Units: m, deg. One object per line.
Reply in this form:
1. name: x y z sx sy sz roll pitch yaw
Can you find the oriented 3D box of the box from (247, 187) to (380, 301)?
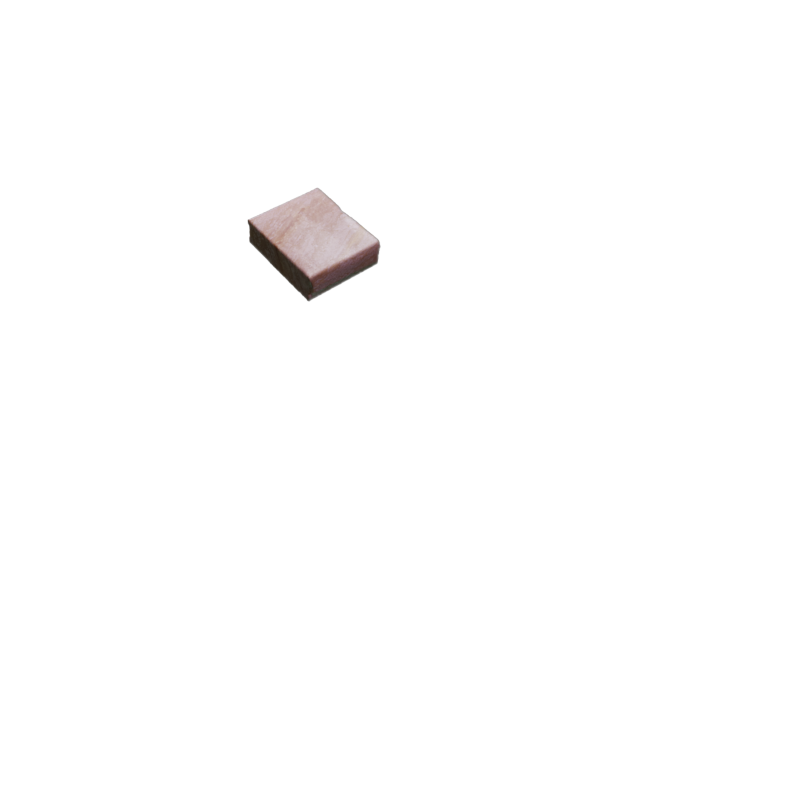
1. box: -0.072 -0.131 0.917 0.073 0.028 0.096 -29 53 -25
